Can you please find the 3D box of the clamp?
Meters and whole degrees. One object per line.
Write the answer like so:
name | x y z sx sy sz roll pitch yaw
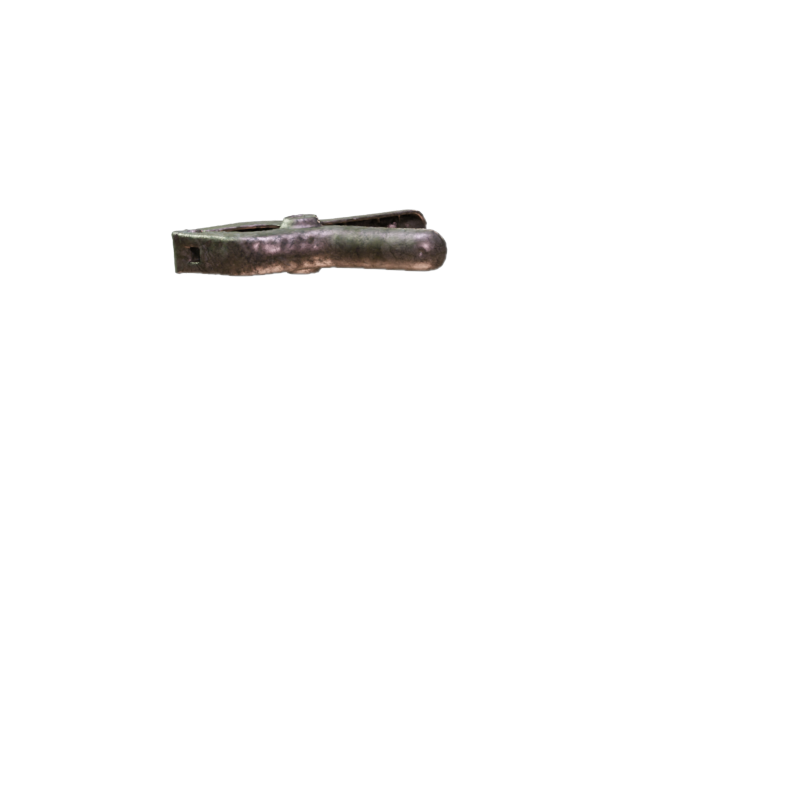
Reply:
clamp | -0.055 -0.101 0.705 0.173 0.039 0.121 1 10 7
